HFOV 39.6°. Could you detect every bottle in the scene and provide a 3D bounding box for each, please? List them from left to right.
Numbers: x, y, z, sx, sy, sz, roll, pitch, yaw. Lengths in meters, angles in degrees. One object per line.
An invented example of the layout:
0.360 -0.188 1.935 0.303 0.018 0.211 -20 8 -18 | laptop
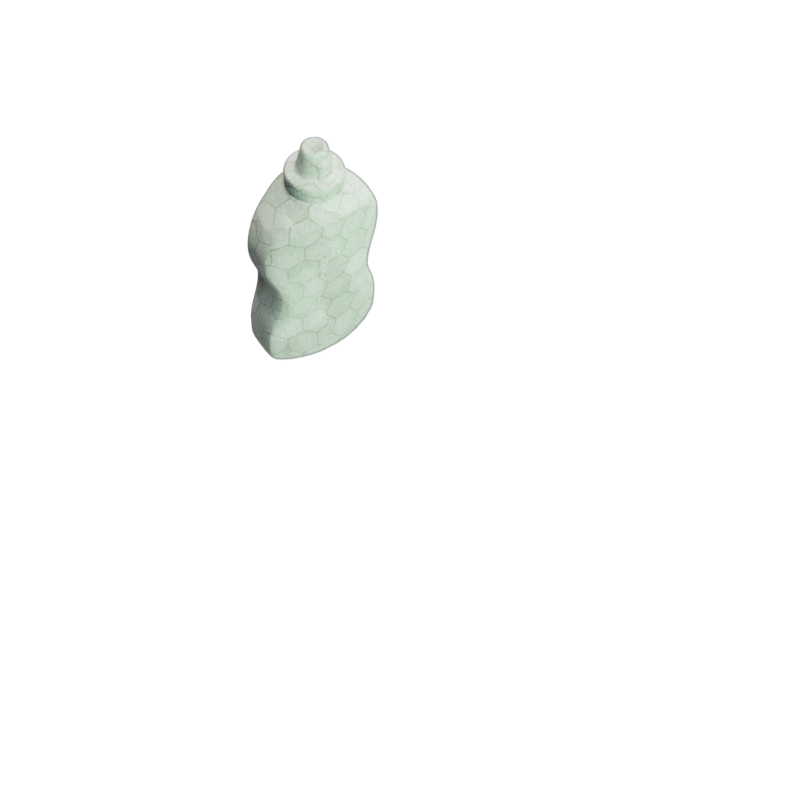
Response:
-0.061 -0.111 0.781 0.096 0.063 0.179 -27 -30 -21 | bottle
